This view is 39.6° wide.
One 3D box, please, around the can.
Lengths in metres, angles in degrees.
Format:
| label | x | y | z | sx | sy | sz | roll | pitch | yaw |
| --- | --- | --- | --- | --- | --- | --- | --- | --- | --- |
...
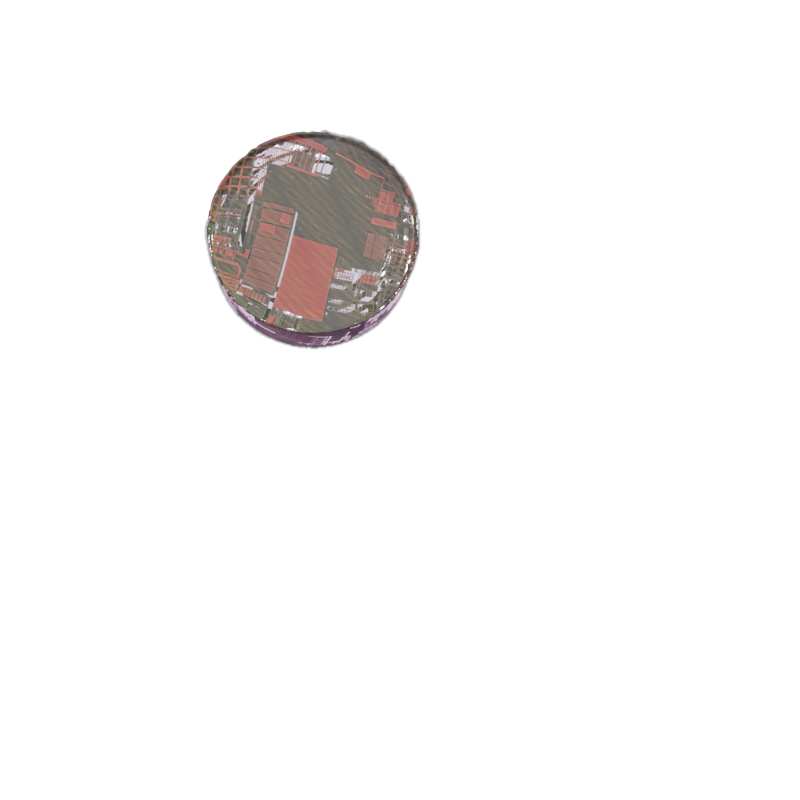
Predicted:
| label | x | y | z | sx | sy | sz | roll | pitch | yaw |
| --- | --- | --- | --- | --- | --- | --- | --- | --- | --- |
| can | -0.036 | -0.066 | 0.460 | 0.086 | 0.089 | 0.032 | -1 | -16 | -1 |
